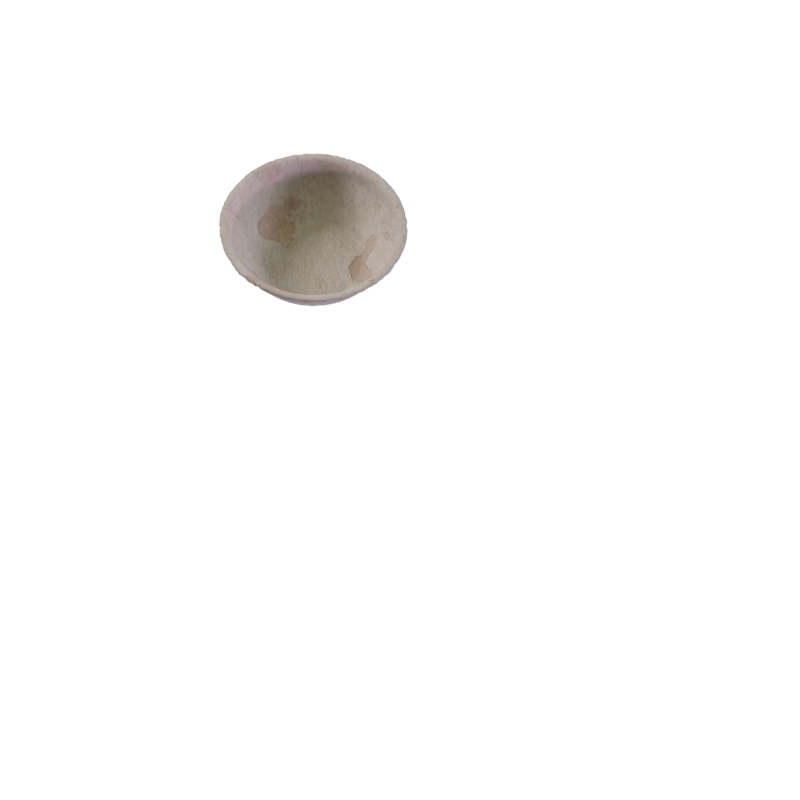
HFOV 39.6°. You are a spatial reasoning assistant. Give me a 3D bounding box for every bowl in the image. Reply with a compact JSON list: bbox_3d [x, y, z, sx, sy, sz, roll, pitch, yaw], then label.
[{"bbox_3d":[-0.076,-0.138,0.970,0.162,0.173,0.051,-1,-34,-1],"label":"bowl"}]
